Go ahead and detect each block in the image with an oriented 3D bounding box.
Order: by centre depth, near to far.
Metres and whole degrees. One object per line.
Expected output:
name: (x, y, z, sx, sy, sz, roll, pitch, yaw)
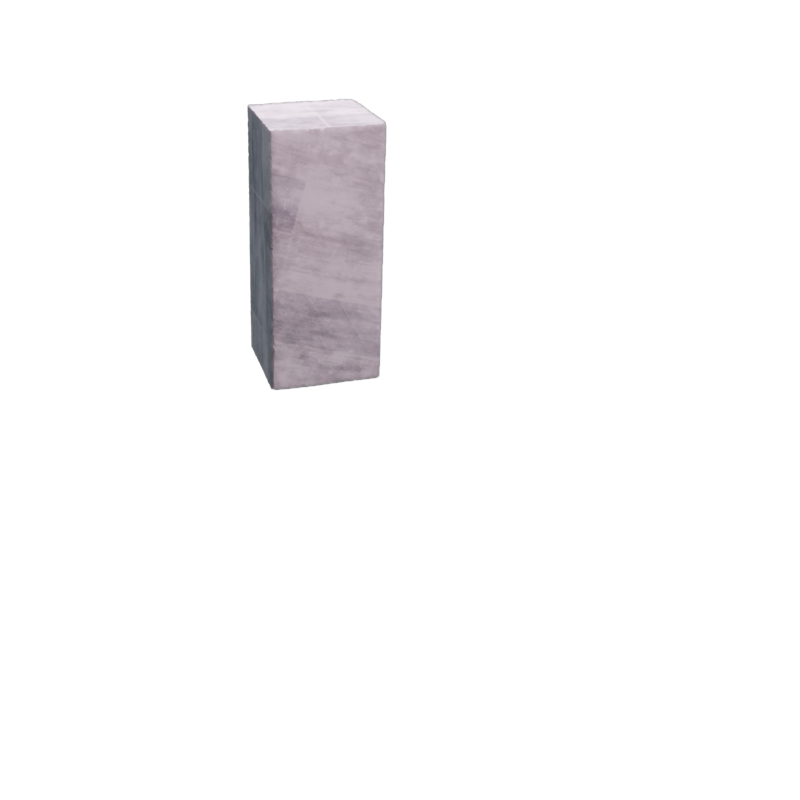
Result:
block: (-0.067, -0.124, 0.869, 0.089, 0.197, 0.096, -5, 22, -16)
